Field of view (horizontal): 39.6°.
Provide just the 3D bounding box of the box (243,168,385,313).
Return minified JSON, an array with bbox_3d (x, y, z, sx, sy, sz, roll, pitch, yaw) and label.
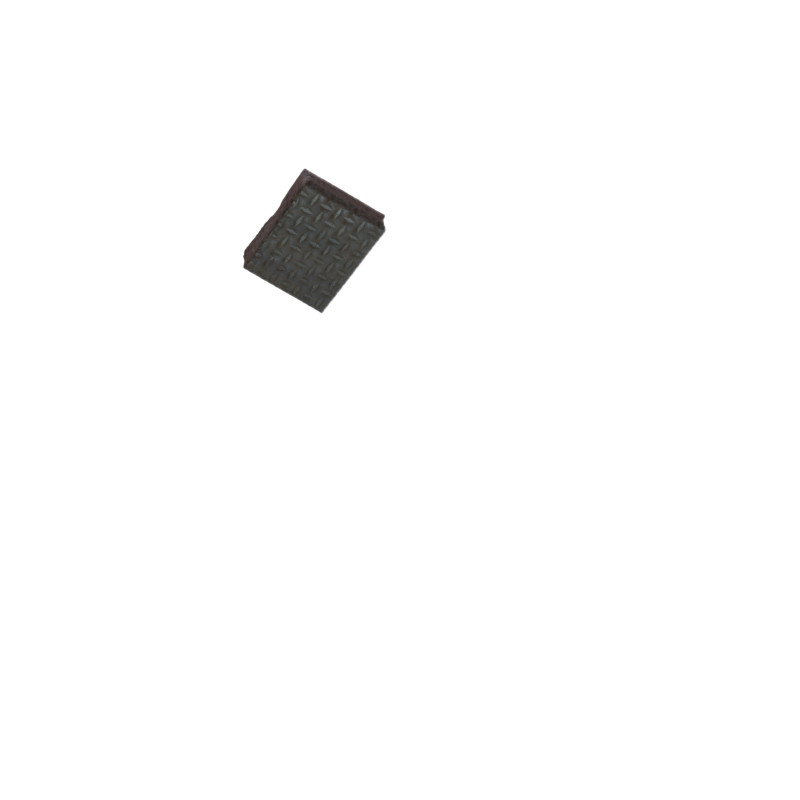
[{"bbox_3d":[-0.065,-0.119,0.834,0.070,0.087,0.032,30,27,-18],"label":"box"}]
